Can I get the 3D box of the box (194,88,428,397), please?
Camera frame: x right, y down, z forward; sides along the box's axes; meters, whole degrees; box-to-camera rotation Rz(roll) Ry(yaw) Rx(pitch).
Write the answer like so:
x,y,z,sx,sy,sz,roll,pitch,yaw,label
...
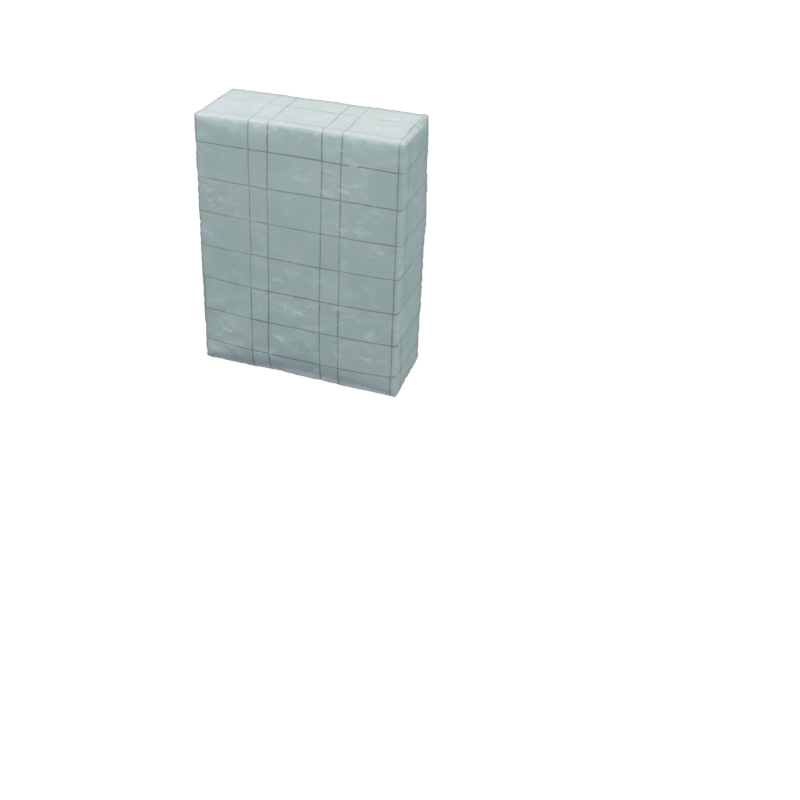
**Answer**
x,y,z,sx,sy,sz,roll,pitch,yaw,label
-0.067,-0.122,0.854,0.169,0.201,0.074,12,31,17,box
